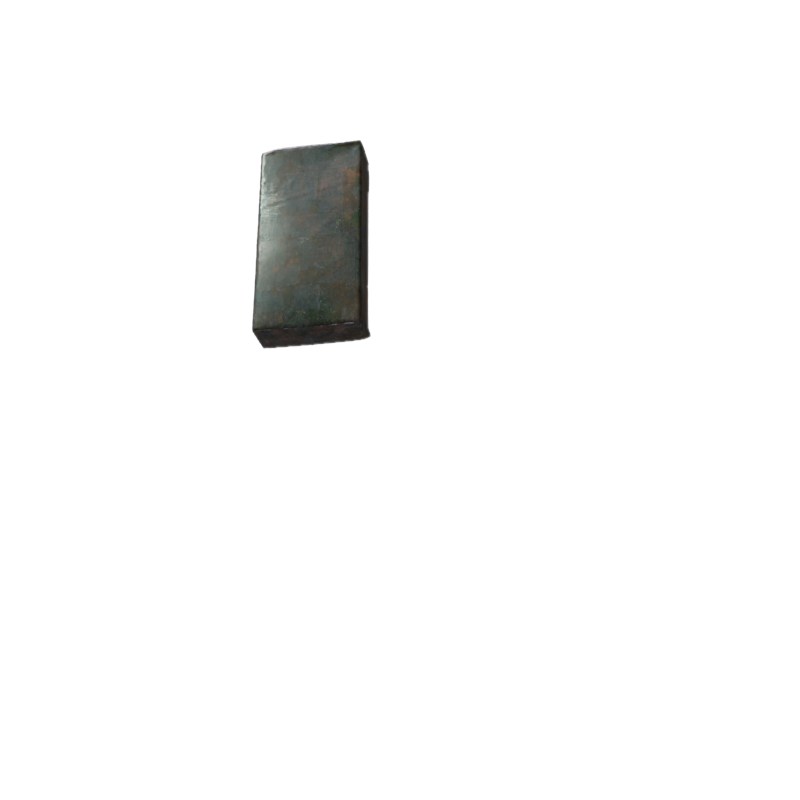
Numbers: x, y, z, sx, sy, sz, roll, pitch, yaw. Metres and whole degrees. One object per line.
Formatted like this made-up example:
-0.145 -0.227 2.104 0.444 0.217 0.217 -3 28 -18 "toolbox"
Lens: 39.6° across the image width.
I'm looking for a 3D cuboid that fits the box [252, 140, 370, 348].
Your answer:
-0.074 -0.135 0.942 0.094 0.186 0.045 -6 -25 10 "box"
